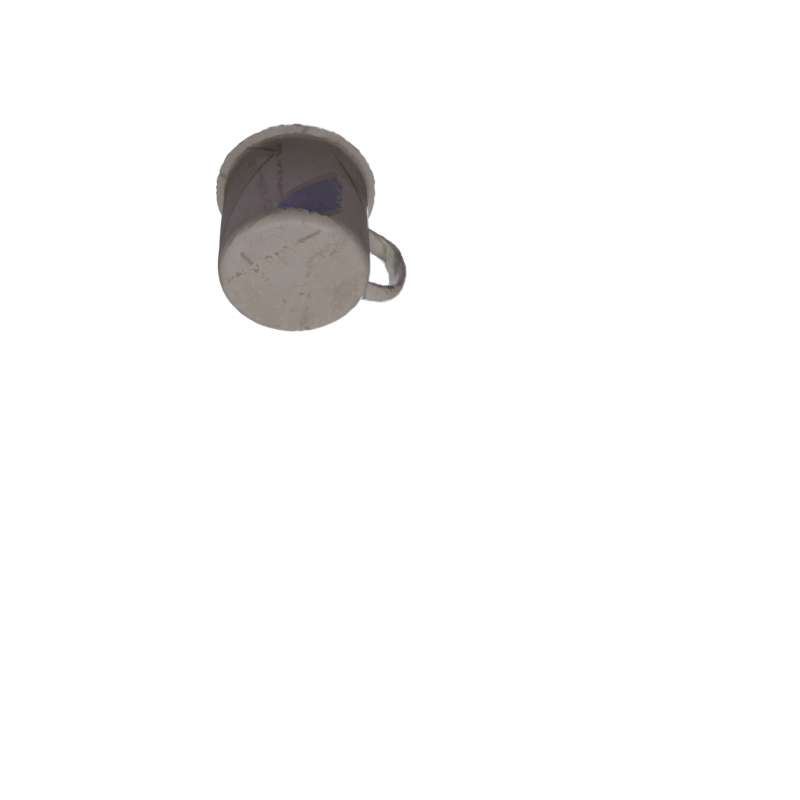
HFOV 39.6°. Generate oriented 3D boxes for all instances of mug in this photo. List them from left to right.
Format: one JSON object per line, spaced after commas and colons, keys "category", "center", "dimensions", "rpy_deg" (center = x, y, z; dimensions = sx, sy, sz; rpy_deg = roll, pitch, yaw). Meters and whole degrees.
{"category": "mug", "center": [-0.048, -0.088, 0.618], "dimensions": [0.112, 0.091, 0.087], "rpy_deg": [25, 35, -21]}
